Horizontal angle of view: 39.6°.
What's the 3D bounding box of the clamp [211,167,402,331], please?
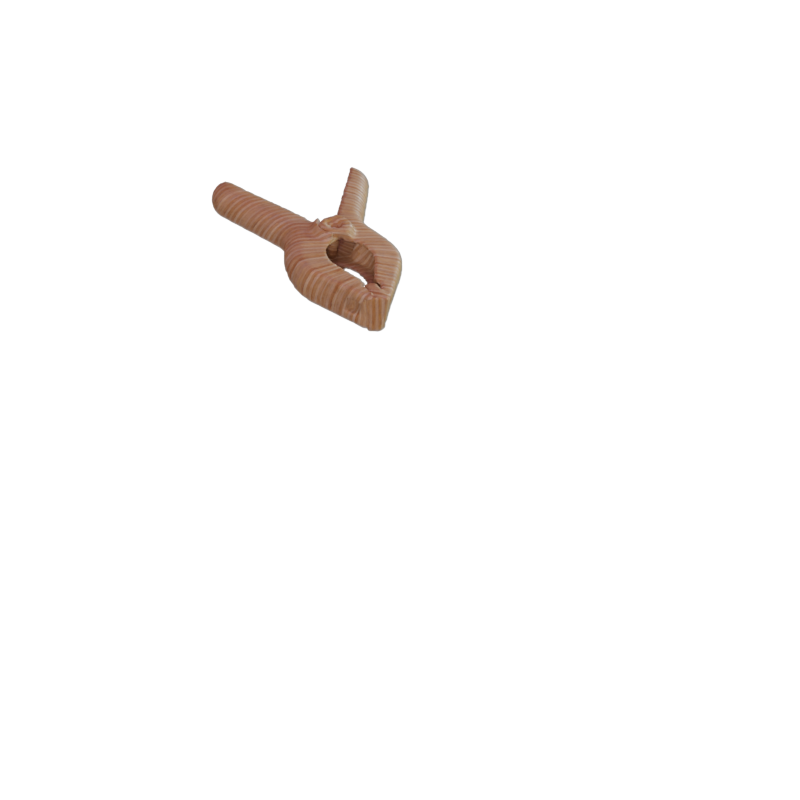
[{"bbox_3d":[-0.060,-0.109,0.762,0.119,0.037,0.185,-10,39,-13],"label":"clamp"}]
